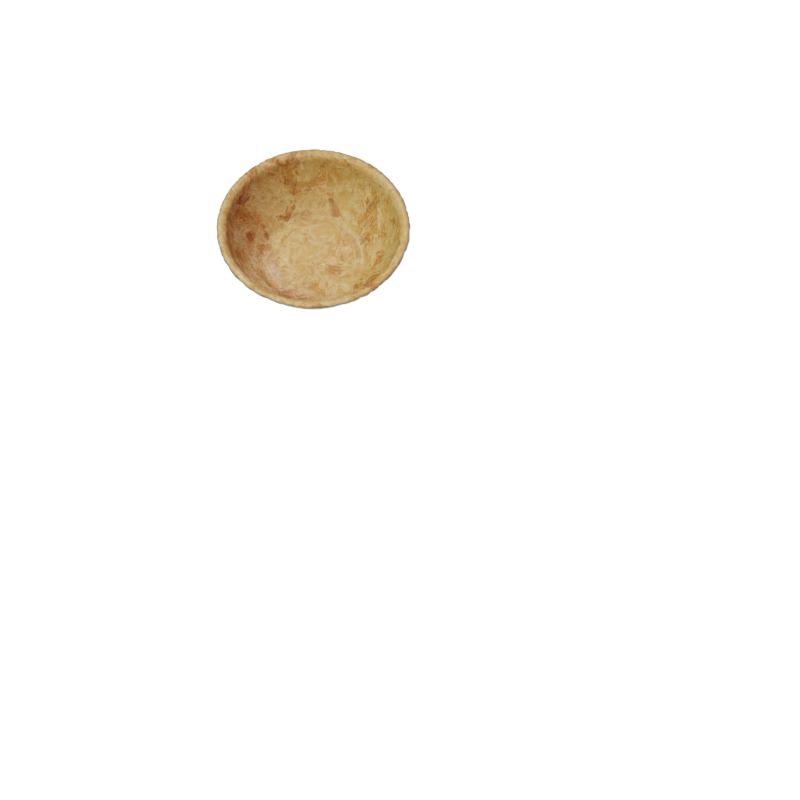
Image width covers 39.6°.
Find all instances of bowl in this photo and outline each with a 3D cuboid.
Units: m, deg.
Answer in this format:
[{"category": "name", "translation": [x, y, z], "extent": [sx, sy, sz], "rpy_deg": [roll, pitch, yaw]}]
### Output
[{"category": "bowl", "translation": [-0.074, -0.135, 0.945], "extent": [0.162, 0.173, 0.052], "rpy_deg": [-1, -31, -1]}]
